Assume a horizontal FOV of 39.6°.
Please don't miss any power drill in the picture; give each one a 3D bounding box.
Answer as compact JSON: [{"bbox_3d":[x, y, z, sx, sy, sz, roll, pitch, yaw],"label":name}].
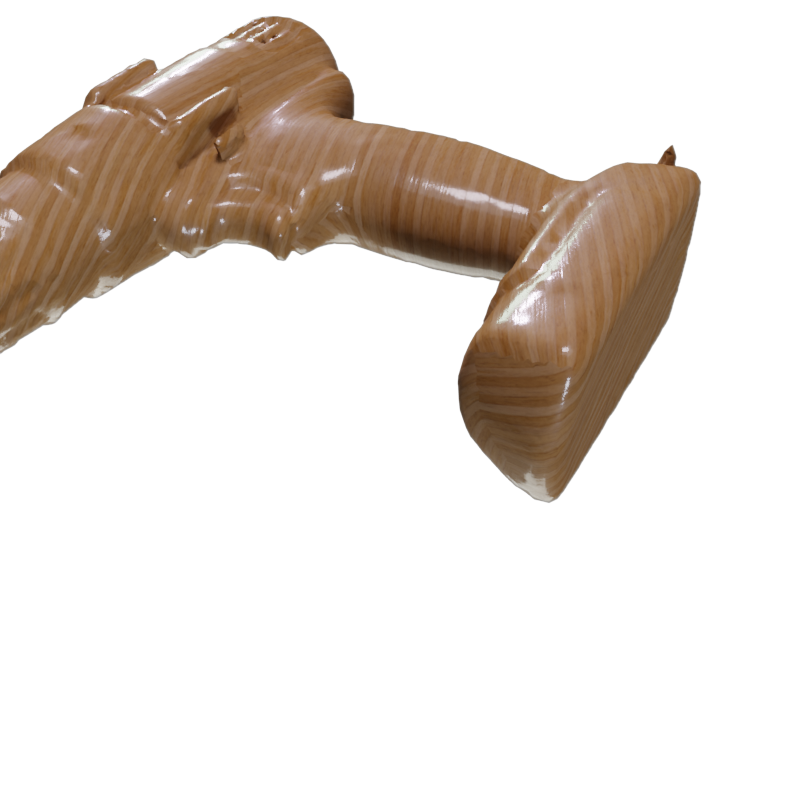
[{"bbox_3d":[-0.025,-0.046,0.322,0.197,0.053,0.189,24,48,23],"label":"power drill"}]
